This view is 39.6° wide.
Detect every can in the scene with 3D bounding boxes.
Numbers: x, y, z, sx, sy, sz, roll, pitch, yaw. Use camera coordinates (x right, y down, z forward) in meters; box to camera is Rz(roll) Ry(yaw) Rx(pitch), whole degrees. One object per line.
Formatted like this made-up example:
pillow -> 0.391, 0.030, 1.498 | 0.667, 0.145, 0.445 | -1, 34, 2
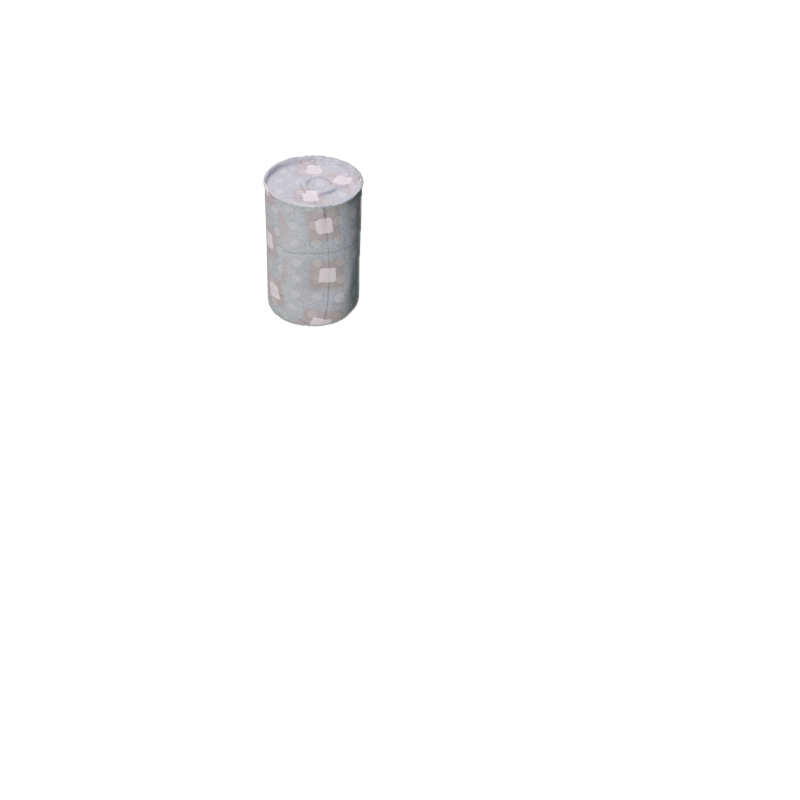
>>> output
can -> -0.061, -0.111, 0.780 | 0.068, 0.096, 0.073 | 0, 37, -3
